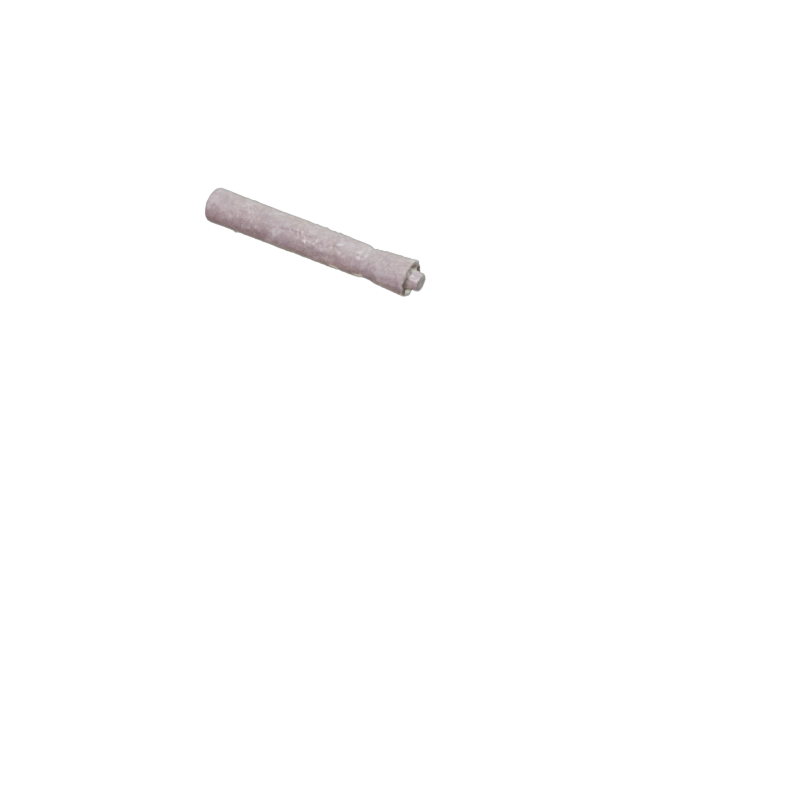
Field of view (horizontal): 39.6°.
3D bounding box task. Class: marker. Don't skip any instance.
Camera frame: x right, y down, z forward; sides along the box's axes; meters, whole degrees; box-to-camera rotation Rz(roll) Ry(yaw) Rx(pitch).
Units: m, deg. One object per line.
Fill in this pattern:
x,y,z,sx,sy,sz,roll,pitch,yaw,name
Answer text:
-0.043,-0.079,0.551,0.127,0.019,0.019,24,13,23,marker
